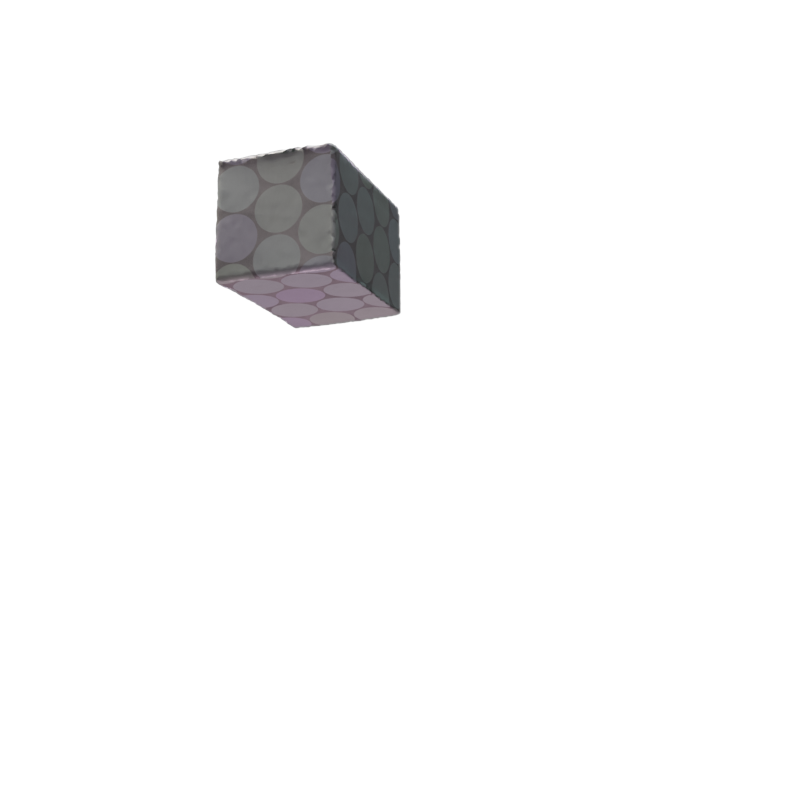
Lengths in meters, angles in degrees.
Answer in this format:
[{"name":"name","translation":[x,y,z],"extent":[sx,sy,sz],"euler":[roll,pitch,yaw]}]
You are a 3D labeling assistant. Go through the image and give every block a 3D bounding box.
[{"name":"block","translation":[-0.036,-0.066,0.460],"extent":[0.054,0.053,0.073],"euler":[-6,-15,19]}]
